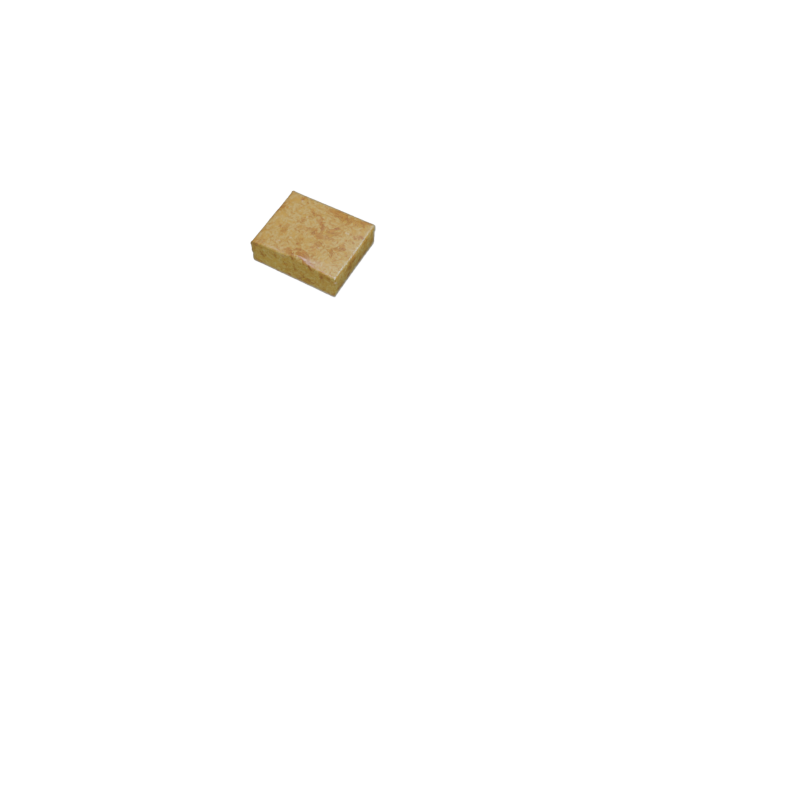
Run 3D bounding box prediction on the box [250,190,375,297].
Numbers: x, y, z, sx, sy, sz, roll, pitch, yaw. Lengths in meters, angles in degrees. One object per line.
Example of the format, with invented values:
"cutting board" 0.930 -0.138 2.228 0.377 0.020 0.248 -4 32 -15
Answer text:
"box" -0.078 -0.142 0.997 0.093 0.075 0.028 25 -33 17
